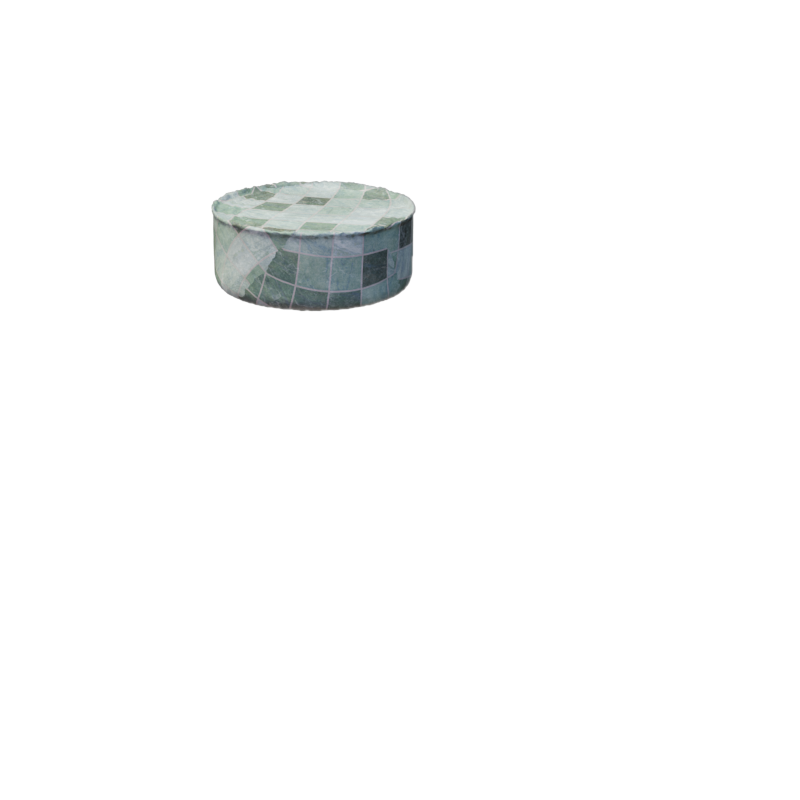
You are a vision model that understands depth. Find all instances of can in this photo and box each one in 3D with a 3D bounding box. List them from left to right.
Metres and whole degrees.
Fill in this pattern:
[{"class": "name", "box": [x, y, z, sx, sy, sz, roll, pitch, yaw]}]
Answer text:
[{"class": "can", "box": [-0.037, -0.067, 0.470, 0.086, 0.032, 0.090, -1, 23, -2]}]
